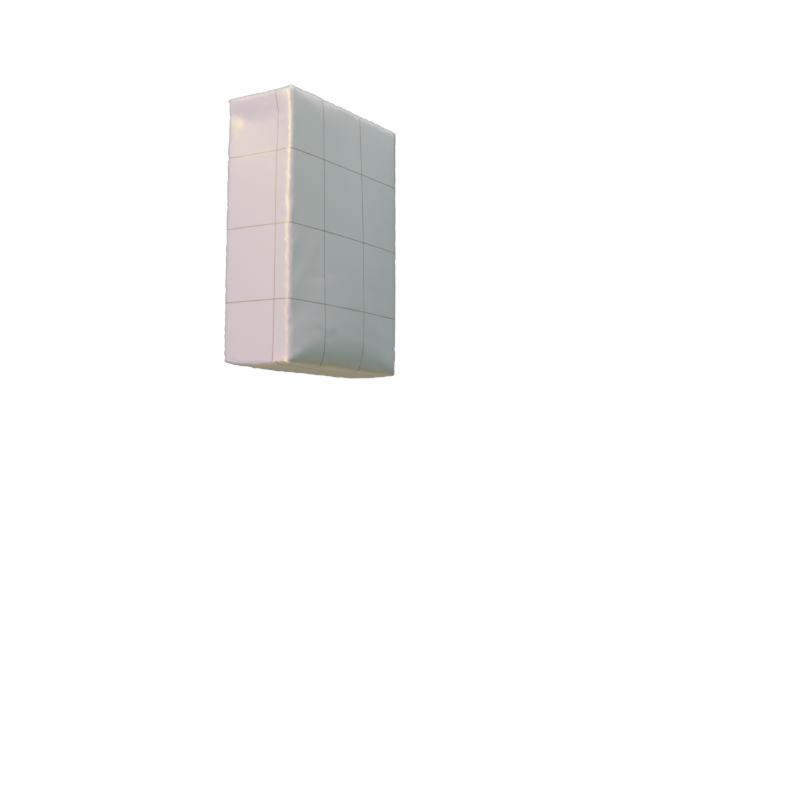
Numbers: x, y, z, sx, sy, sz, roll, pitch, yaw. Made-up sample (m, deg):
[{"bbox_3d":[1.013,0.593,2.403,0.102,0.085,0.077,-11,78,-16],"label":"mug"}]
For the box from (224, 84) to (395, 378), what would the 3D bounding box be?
[{"bbox_3d":[-0.071,-0.129,0.903,0.074,0.219,0.156,-6,-10,30],"label":"box"}]
